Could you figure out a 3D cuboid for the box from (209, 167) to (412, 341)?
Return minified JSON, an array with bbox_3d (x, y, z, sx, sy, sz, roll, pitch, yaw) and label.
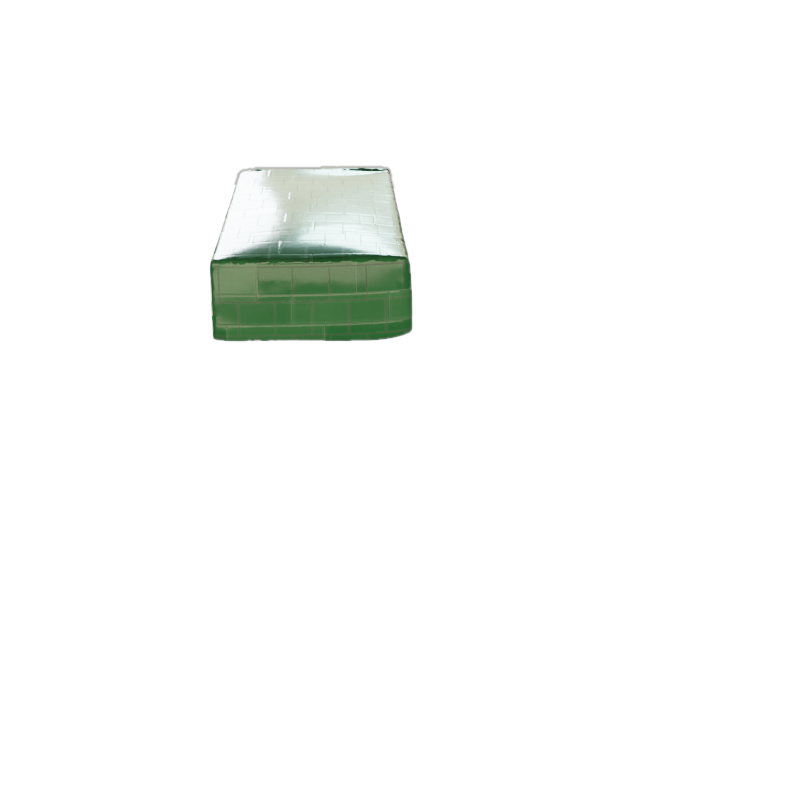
[{"bbox_3d":[-0.046,-0.084,0.585,0.093,0.046,0.186,-2,26,-3],"label":"box"}]
